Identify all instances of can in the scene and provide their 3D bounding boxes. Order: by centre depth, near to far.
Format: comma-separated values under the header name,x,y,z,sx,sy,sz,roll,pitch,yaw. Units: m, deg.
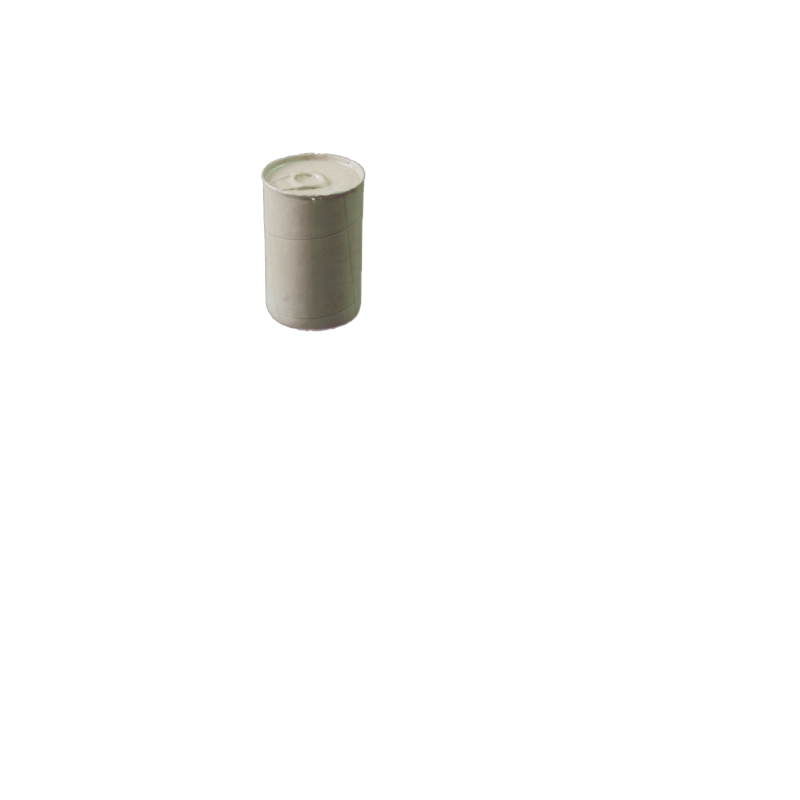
name,x,y,z,sx,sy,sz,roll,pitch,yaw
can,-0.058,-0.106,0.745,0.068,0.096,0.073,0,31,-3
